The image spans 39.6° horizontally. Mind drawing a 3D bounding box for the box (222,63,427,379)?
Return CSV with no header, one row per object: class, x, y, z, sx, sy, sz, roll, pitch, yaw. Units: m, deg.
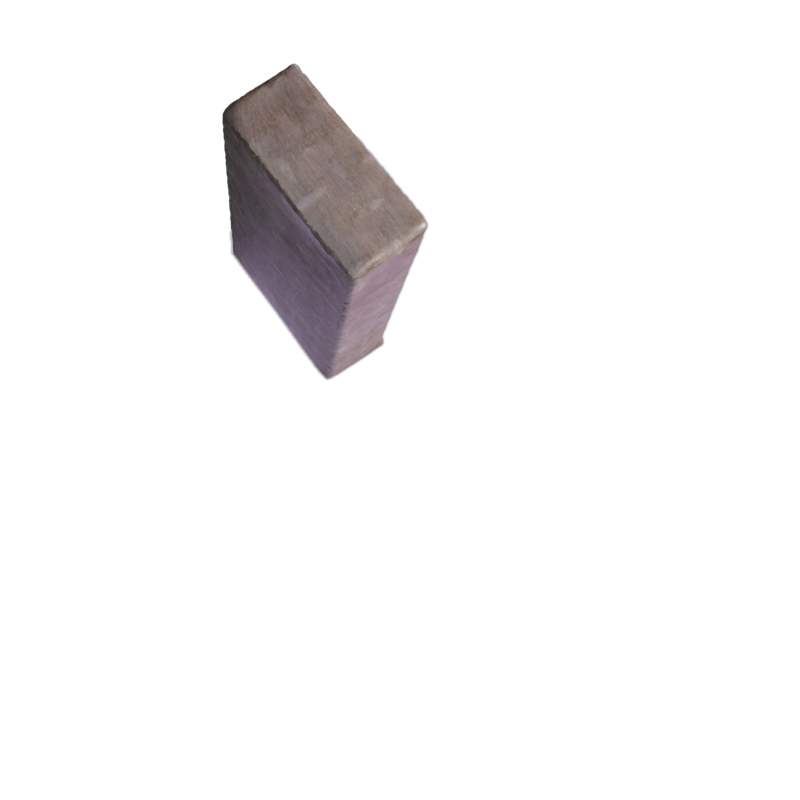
box,-0.041,-0.075,0.524,0.048,0.097,0.170,-36,-9,-10
